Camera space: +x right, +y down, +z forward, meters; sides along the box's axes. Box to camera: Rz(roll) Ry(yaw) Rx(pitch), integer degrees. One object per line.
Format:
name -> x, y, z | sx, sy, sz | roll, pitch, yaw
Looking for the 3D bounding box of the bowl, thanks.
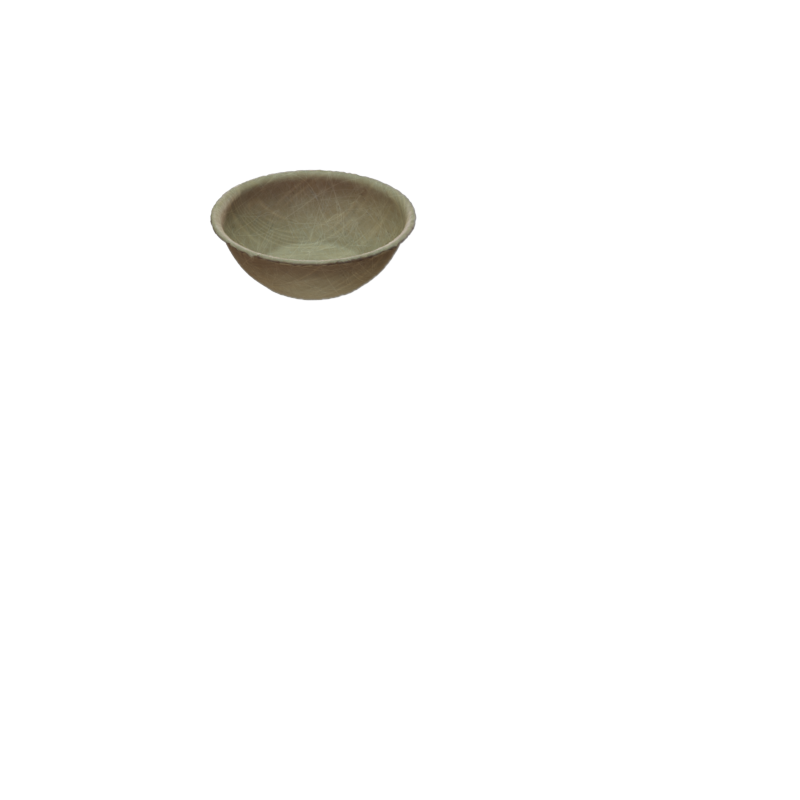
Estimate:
bowl -> -0.069, -0.126, 0.883 | 0.162, 0.052, 0.173 | -1, 35, -2
